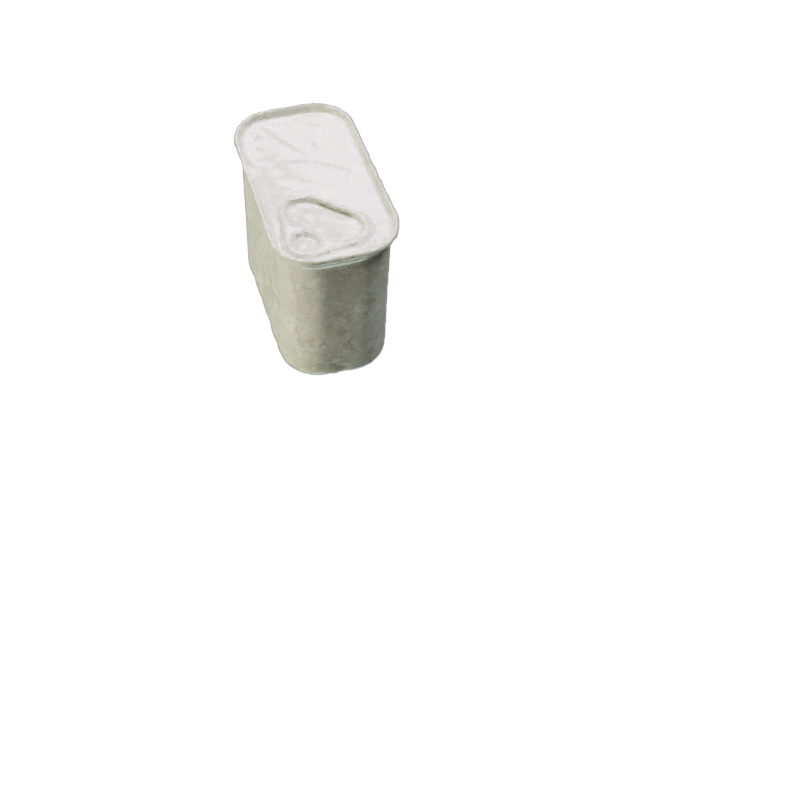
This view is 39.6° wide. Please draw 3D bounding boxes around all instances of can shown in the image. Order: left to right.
[{"bbox_3d":[-0.041,-0.074,0.521,0.057,0.110,0.078,-12,-39,-13],"label":"can"}]
